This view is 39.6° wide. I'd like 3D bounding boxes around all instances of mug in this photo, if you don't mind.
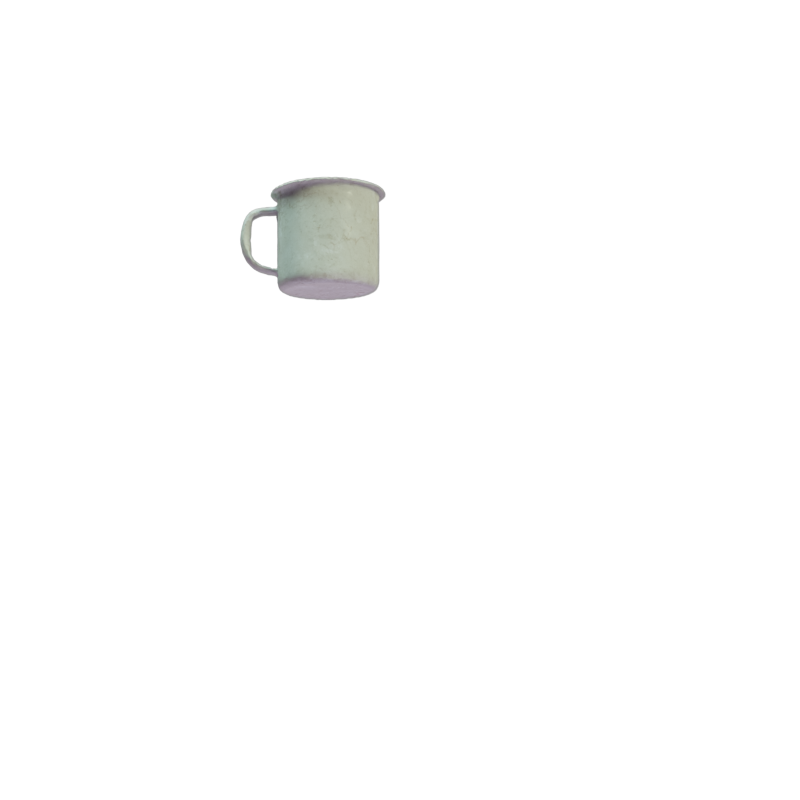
[{"bbox_3d":[-0.070,-0.127,0.889,0.116,0.084,0.091,1,-10,-5],"label":"mug"}]
